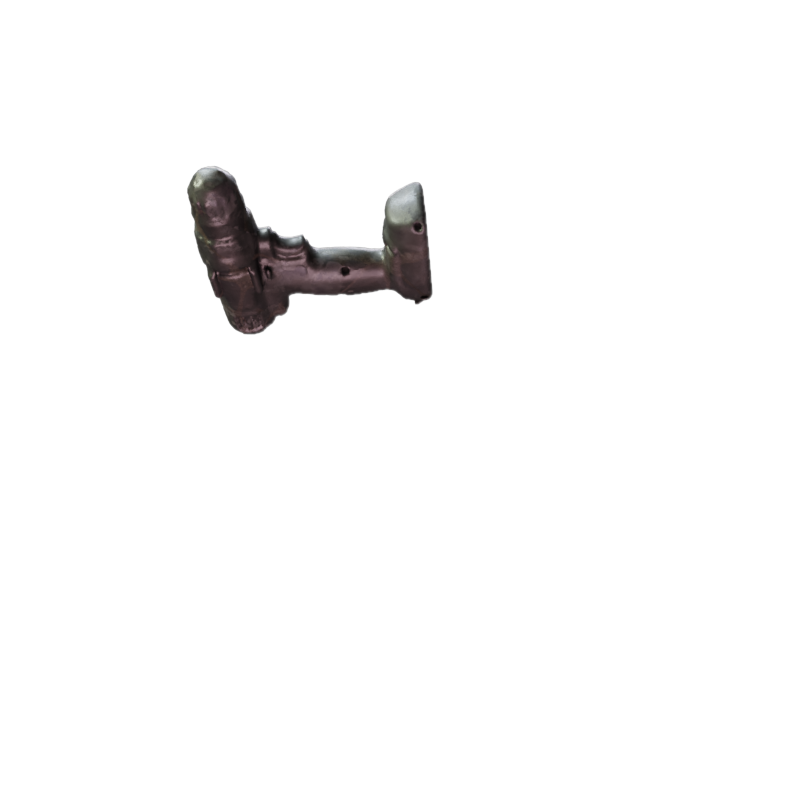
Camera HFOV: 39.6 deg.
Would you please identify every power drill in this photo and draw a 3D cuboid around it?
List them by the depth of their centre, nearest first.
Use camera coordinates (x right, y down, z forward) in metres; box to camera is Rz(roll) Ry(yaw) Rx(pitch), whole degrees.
[{"bbox_3d":[-0.071,-0.129,0.906,0.189,0.061,0.171,-4,-36,6],"label":"power drill"}]
